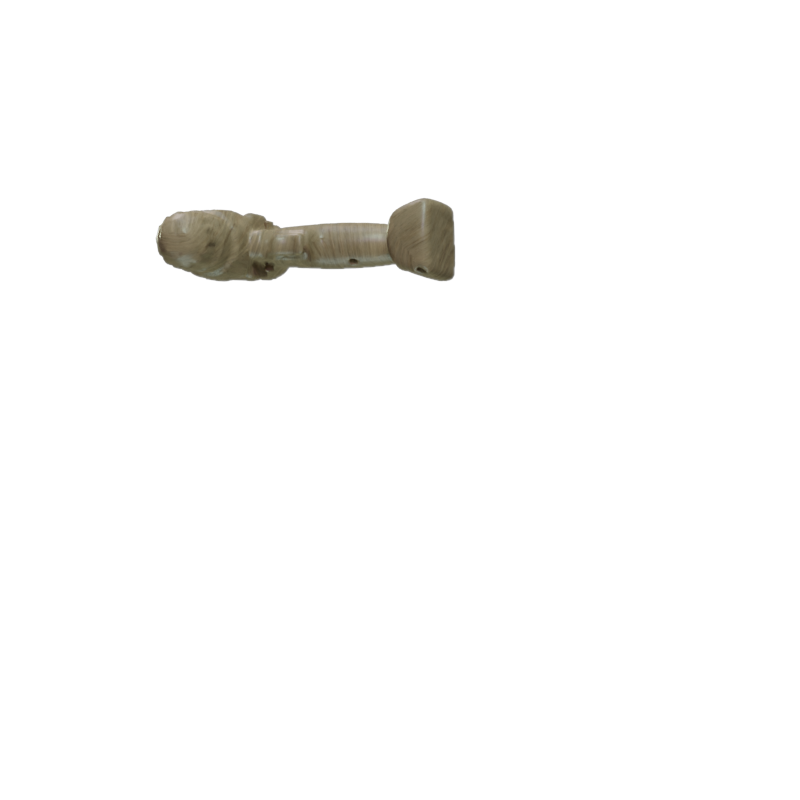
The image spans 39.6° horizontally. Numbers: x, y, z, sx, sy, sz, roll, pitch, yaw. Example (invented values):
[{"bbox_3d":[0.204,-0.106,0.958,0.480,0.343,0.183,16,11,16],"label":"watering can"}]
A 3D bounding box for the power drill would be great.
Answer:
[{"bbox_3d":[-0.063,-0.114,0.799,0.192,0.057,0.181,2,6,17],"label":"power drill"}]
